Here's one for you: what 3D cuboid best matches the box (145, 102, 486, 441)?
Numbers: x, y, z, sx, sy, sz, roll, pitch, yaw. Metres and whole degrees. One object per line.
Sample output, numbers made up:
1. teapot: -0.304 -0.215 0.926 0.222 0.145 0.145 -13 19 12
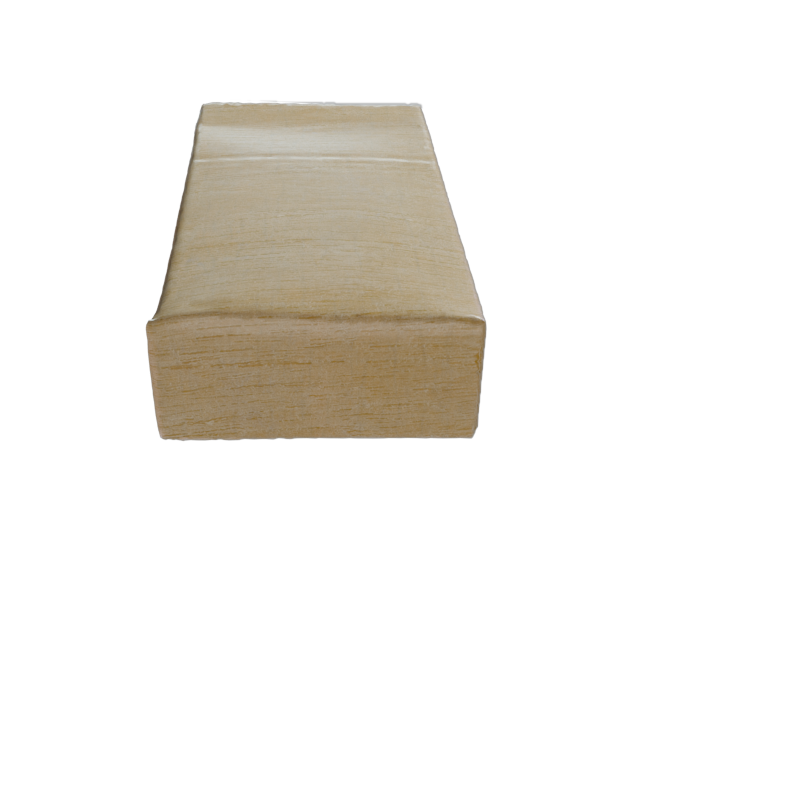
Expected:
1. box: -0.030 -0.054 0.382 0.093 0.045 0.187 -1 30 -3
